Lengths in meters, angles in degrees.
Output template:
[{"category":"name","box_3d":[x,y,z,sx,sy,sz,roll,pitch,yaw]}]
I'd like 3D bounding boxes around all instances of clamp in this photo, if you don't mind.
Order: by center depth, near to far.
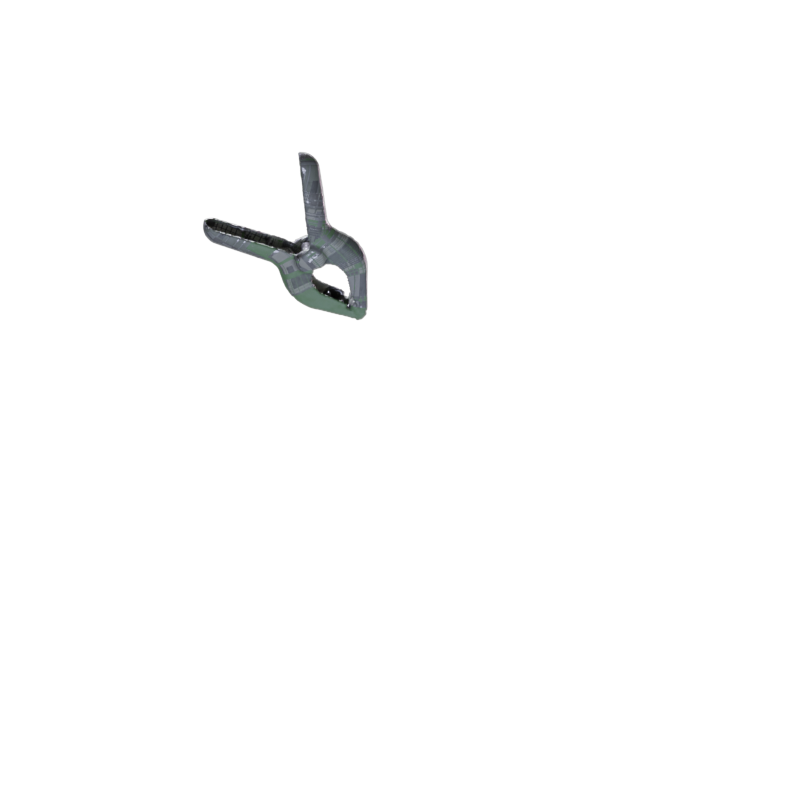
[{"category":"clamp","box_3d":[-0.078,-0.142,0.996,0.162,0.042,0.119,37,-60,-27]}]
